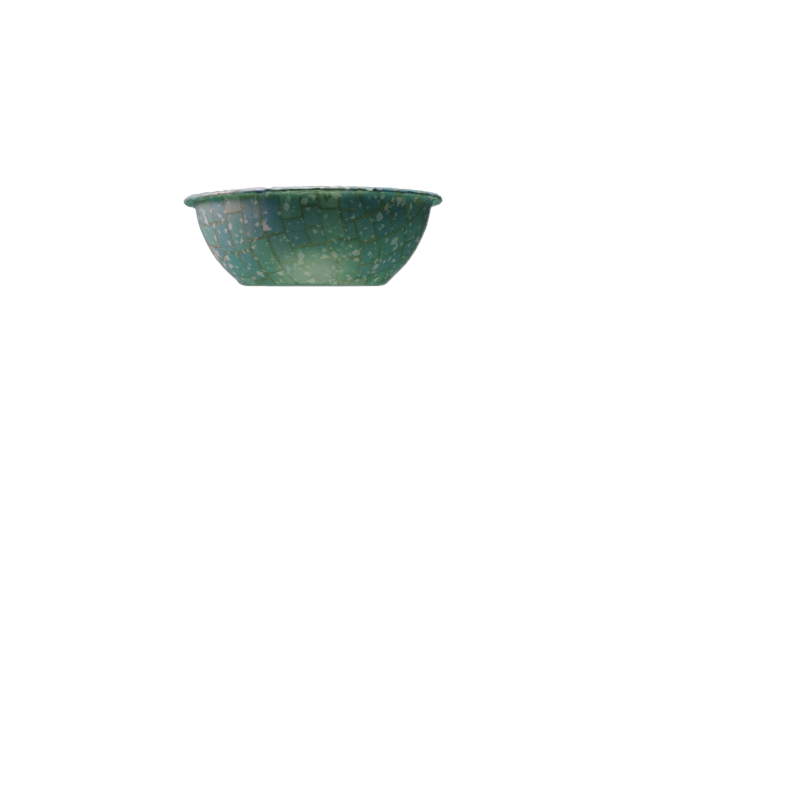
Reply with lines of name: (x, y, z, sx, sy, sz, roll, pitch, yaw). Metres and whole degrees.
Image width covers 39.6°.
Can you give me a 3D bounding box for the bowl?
bowl: (-0.054, -0.099, 0.691, 0.162, 0.055, 0.163, 0, 4, -2)
